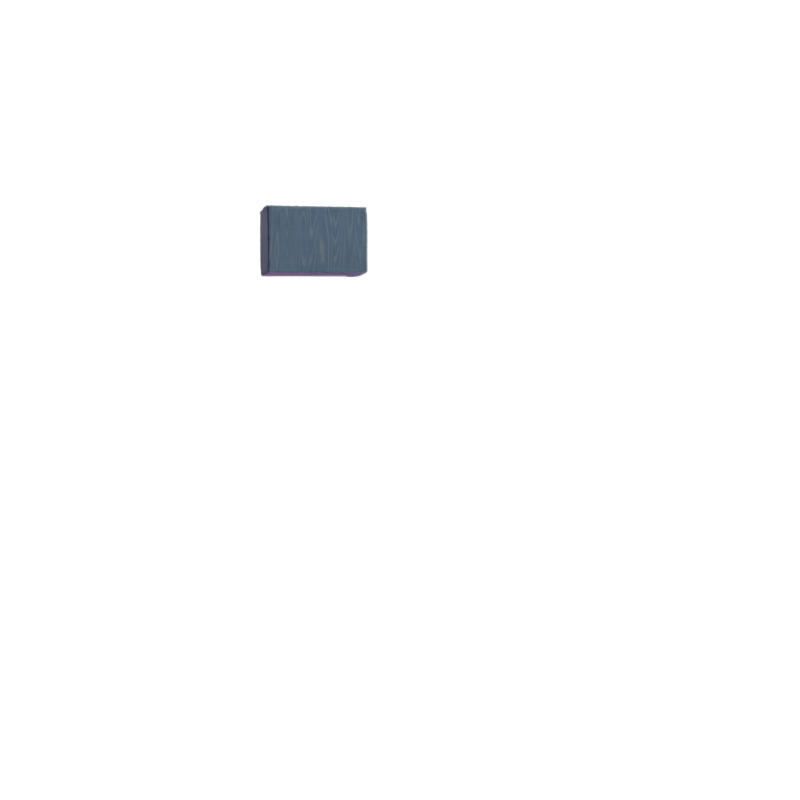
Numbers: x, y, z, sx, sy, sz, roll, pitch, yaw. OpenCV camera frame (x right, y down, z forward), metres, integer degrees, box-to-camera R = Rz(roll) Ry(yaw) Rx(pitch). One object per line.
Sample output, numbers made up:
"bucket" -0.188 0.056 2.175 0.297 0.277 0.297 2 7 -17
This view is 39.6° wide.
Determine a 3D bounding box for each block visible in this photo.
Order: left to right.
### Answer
"block" -0.066 -0.121 0.846 0.077 0.052 0.053 0 -1 -10
